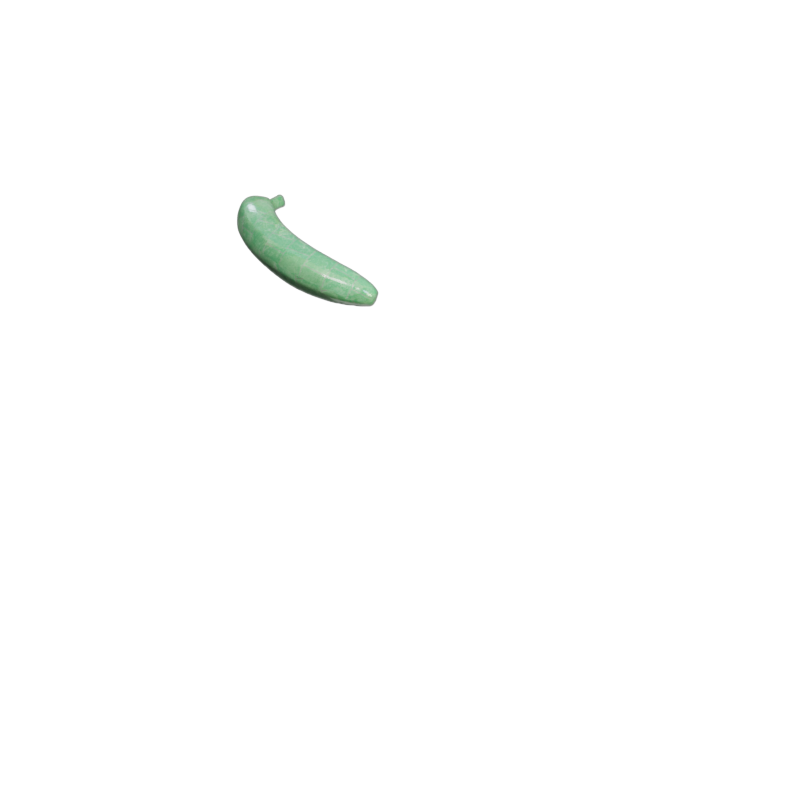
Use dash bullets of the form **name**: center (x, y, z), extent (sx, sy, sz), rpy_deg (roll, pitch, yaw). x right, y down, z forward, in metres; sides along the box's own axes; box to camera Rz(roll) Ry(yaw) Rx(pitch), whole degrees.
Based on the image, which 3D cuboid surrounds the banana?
- **banana**: center (-0.092, -0.133, 0.945), extent (0.069, 0.034, 0.214), rpy_deg (-16, 40, -22)
